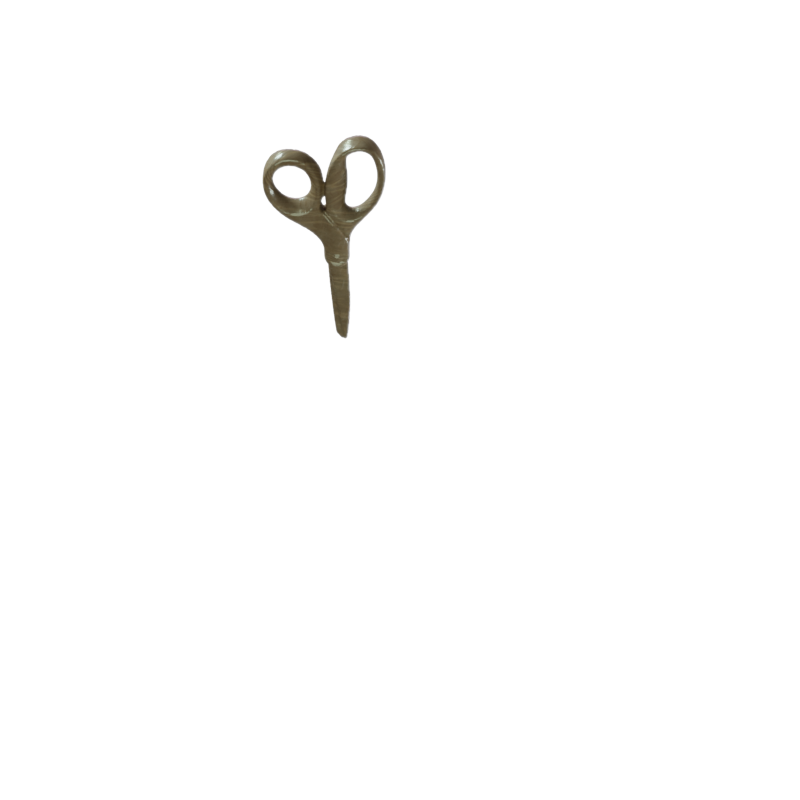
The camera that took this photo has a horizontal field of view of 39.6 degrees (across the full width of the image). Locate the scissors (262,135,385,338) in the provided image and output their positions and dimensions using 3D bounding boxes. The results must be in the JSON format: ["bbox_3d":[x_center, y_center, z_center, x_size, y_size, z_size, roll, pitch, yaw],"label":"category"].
[{"bbox_3d":[-0.065,-0.119,0.831,0.095,0.017,0.191,10,-44,-11],"label":"scissors"}]
